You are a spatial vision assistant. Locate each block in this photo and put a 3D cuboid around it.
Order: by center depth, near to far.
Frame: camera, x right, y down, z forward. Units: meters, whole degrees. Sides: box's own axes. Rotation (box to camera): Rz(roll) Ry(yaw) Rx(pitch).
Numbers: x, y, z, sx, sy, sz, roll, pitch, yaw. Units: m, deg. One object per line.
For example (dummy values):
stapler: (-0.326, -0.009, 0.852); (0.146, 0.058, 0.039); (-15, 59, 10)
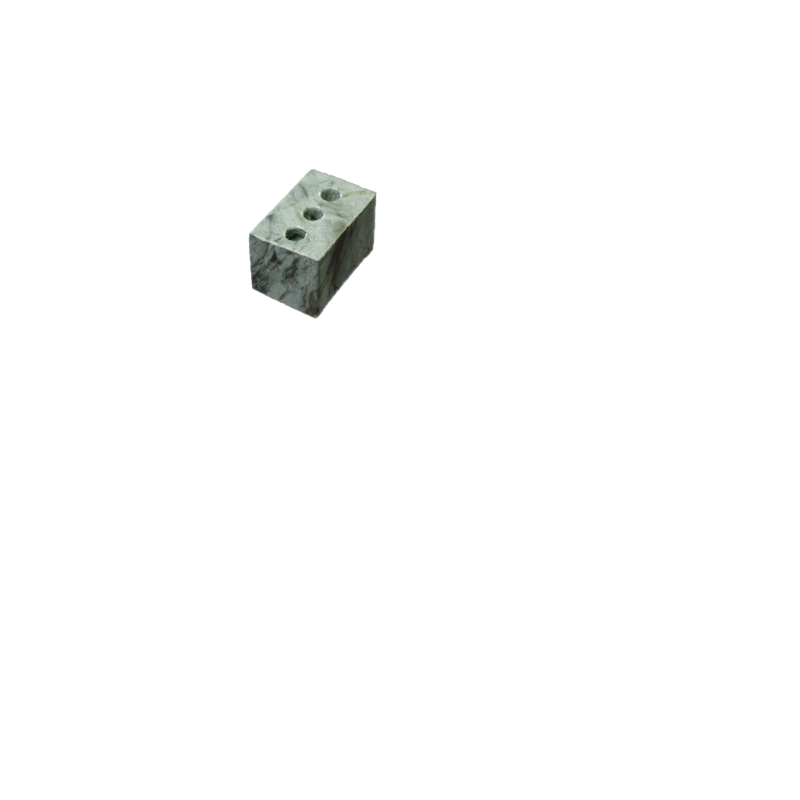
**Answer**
block: (-0.057, -0.104, 0.725); (0.055, 0.048, 0.080); (22, 51, 18)
